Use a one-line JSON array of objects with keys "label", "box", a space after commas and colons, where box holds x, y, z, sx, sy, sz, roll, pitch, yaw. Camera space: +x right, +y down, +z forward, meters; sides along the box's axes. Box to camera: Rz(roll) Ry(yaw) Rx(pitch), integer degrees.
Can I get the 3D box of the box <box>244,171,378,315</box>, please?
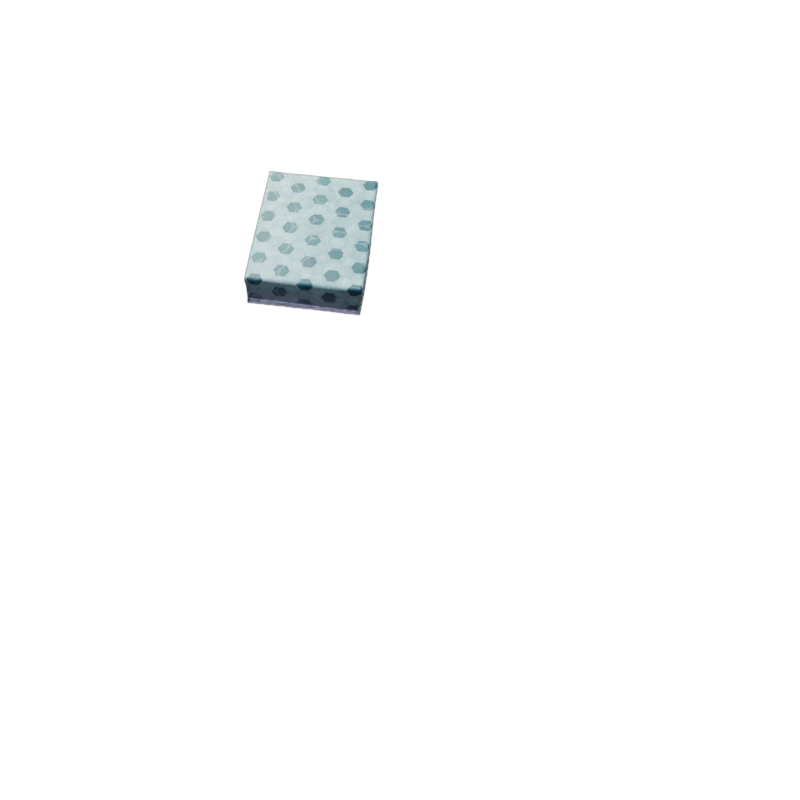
[{"label": "box", "box": [-0.068, -0.124, 0.867, 0.090, 0.121, 0.036, 5, -37, 3]}]
